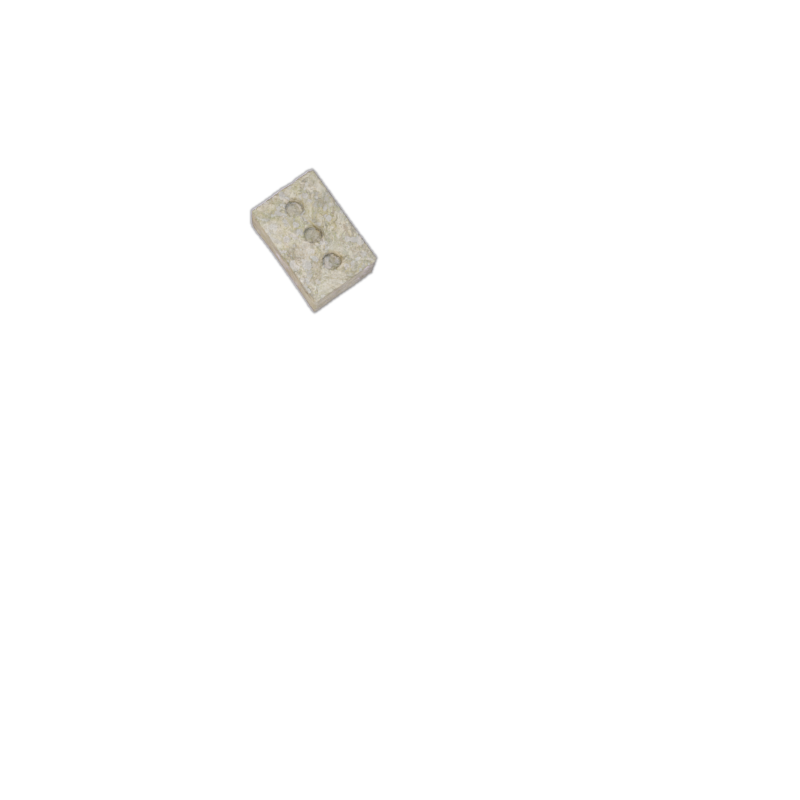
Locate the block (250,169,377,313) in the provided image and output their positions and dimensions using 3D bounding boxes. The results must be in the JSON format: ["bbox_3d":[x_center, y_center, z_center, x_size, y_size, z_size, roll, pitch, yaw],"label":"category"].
[{"bbox_3d":[-0.059,-0.108,0.755,0.053,0.080,0.050,-35,-8,-7],"label":"block"}]
